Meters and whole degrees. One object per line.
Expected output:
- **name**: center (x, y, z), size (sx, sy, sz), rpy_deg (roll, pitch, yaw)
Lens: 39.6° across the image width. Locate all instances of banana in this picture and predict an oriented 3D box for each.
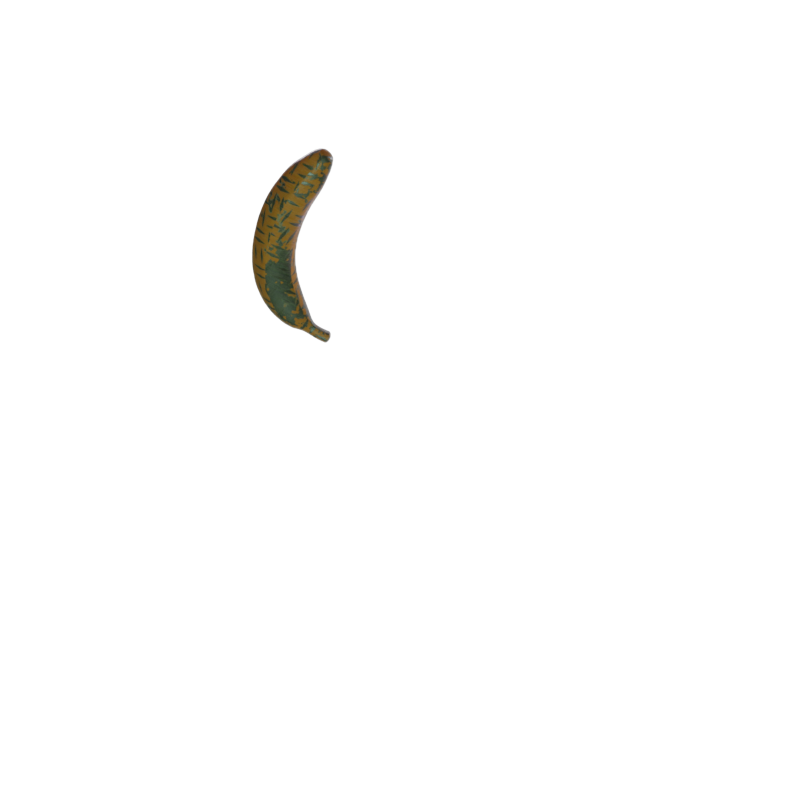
- **banana**: center (-0.093, -0.133, 0.954), size (0.069, 0.185, 0.039), rpy_deg (1, 40, -2)
